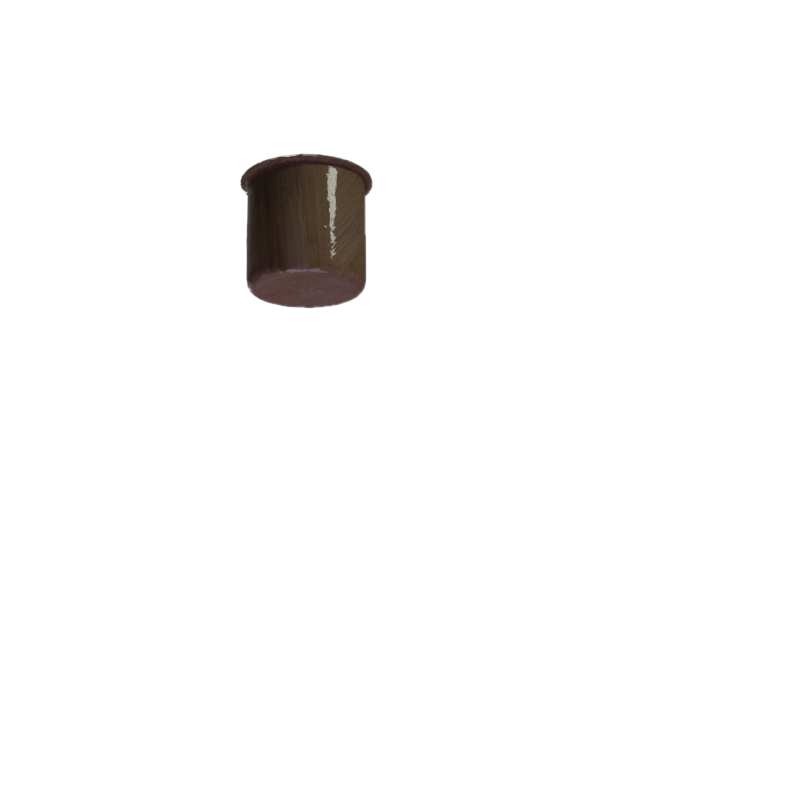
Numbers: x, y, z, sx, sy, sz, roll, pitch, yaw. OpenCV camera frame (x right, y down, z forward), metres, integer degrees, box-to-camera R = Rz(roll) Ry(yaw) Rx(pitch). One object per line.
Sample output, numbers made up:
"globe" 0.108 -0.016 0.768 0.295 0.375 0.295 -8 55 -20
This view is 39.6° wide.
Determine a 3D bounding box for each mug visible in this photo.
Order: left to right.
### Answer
"mug" -0.061 -0.110 0.773 0.095 0.085 0.110 -7 -18 20
